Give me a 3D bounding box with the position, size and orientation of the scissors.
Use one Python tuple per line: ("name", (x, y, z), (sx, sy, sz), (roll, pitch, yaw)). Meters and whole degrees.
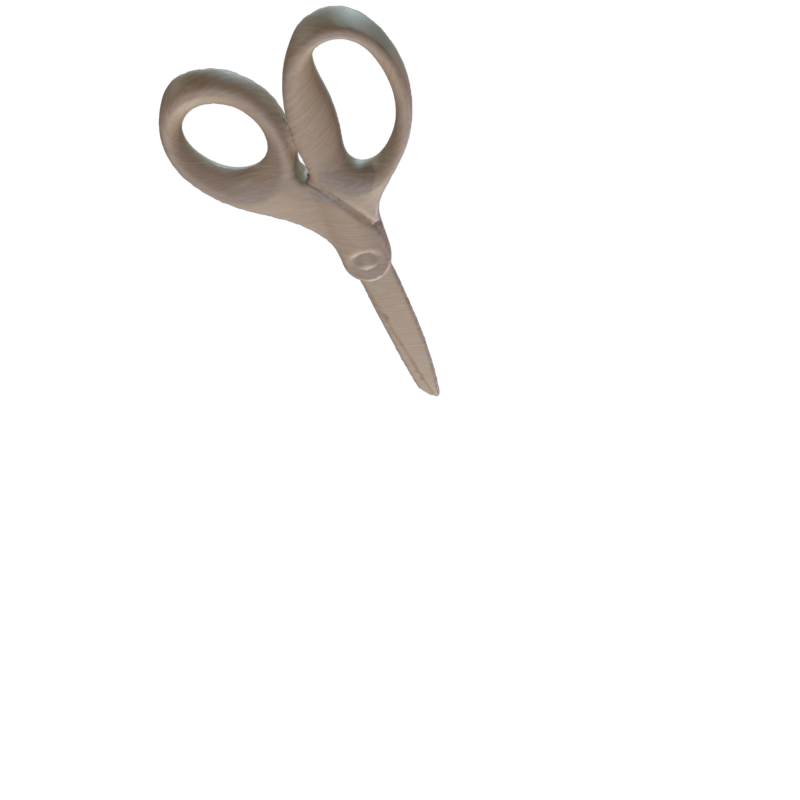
("scissors", (-0.033, -0.060, 0.422), (0.096, 0.017, 0.187), (-1, -40, 2))
